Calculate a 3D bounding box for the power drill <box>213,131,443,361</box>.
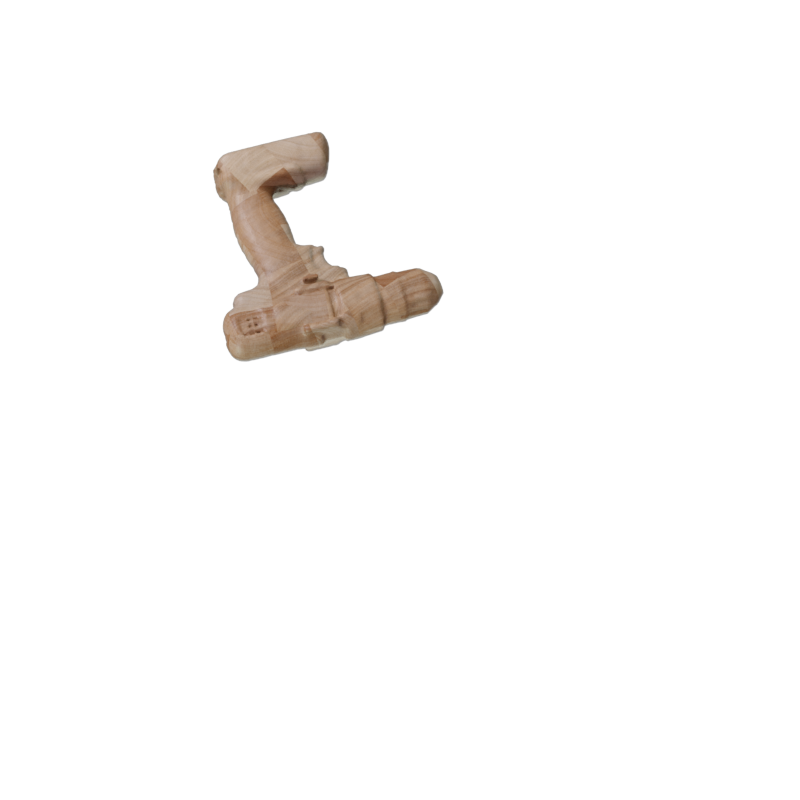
[{"bbox_3d":[-0.074,-0.135,0.944,0.183,0.200,0.054,-14,-26,-7],"label":"power drill"}]
